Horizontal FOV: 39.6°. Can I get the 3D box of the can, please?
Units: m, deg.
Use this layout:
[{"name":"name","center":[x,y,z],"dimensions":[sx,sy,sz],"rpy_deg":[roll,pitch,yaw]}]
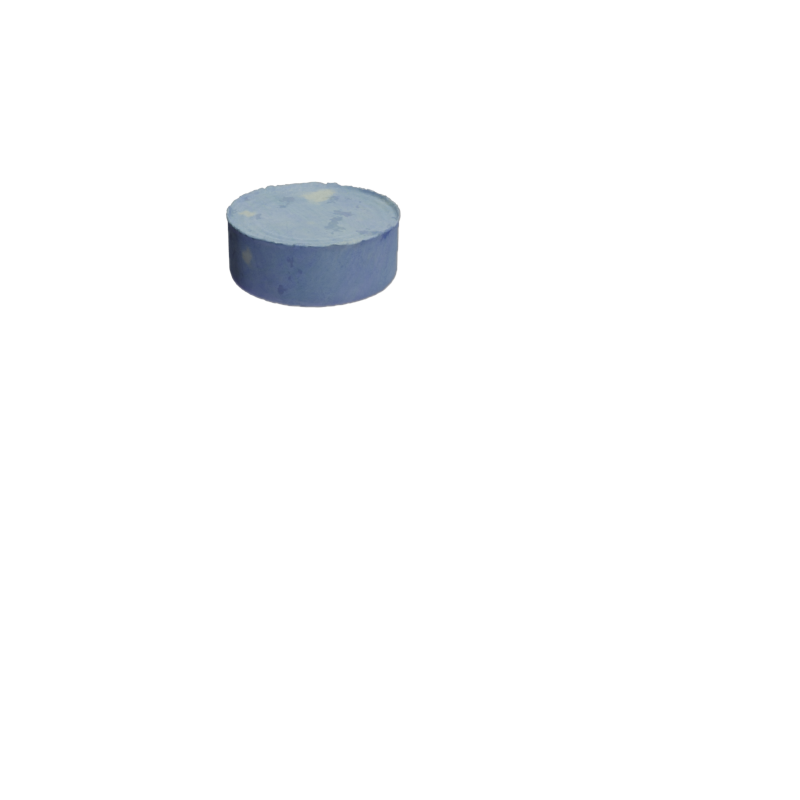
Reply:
[{"name":"can","center":[-0.043,-0.079,0.550],"dimensions":[0.086,0.032,0.091],"rpy_deg":[-1,29,-2]}]
